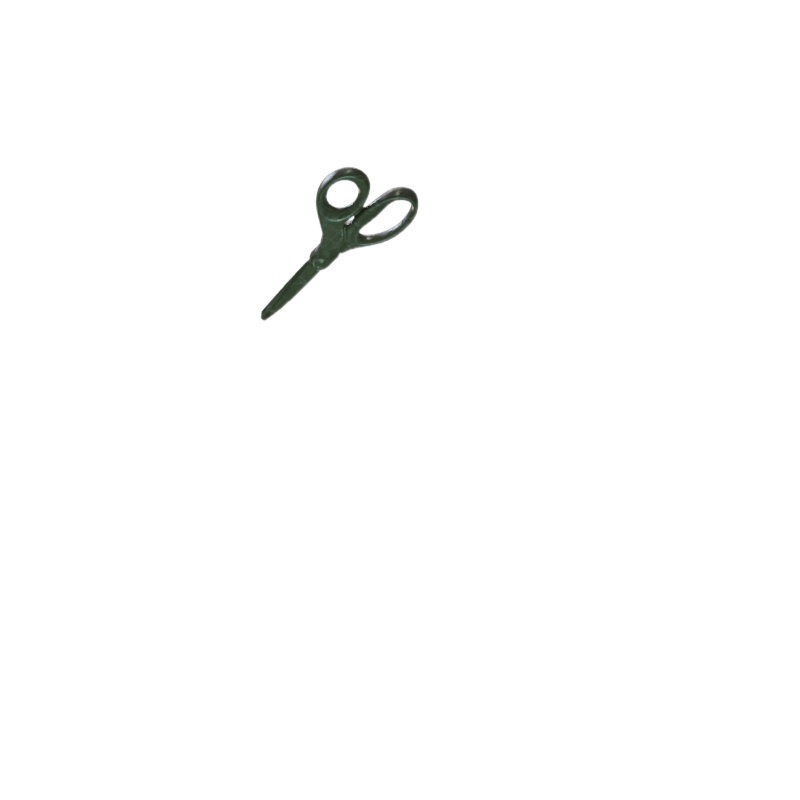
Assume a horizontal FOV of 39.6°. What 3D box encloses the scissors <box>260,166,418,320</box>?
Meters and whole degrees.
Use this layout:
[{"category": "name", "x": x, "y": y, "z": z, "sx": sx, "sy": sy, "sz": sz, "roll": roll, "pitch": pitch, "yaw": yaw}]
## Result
[{"category": "scissors", "x": -0.077, "y": -0.140, "z": 0.983, "sx": 0.201, "sy": 0.017, "sz": 0.090, "roll": -28, "pitch": -50, "yaw": 26}]
